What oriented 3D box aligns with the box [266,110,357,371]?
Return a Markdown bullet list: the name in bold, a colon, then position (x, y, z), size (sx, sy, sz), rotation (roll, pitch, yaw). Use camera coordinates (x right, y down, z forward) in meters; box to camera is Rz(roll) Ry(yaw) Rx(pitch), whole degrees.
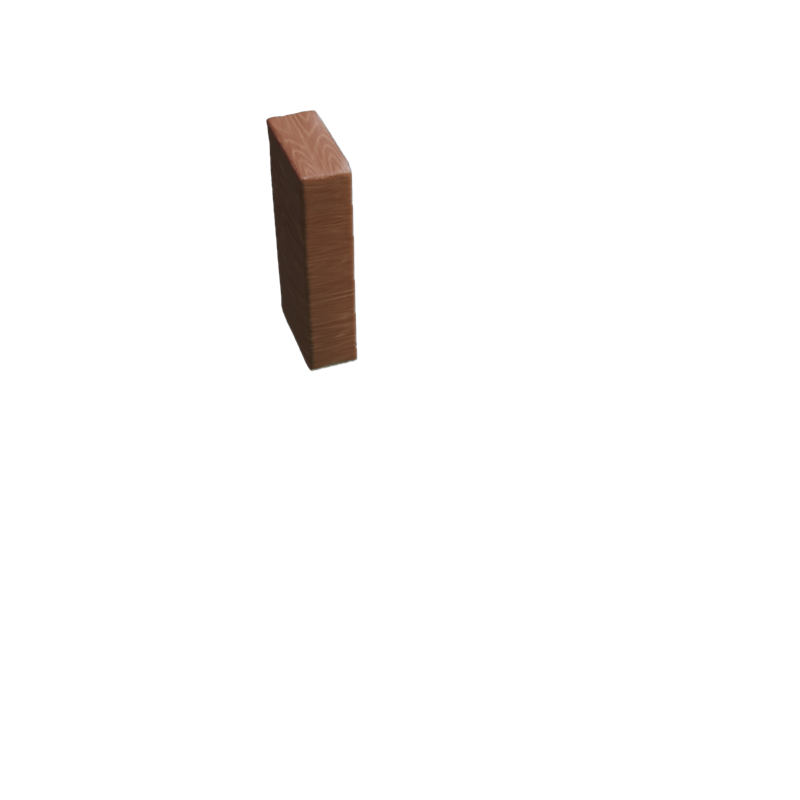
- **box**: position (-0.065, -0.120, 0.838), size (0.047, 0.165, 0.101), rotation (-10, 41, -16)
